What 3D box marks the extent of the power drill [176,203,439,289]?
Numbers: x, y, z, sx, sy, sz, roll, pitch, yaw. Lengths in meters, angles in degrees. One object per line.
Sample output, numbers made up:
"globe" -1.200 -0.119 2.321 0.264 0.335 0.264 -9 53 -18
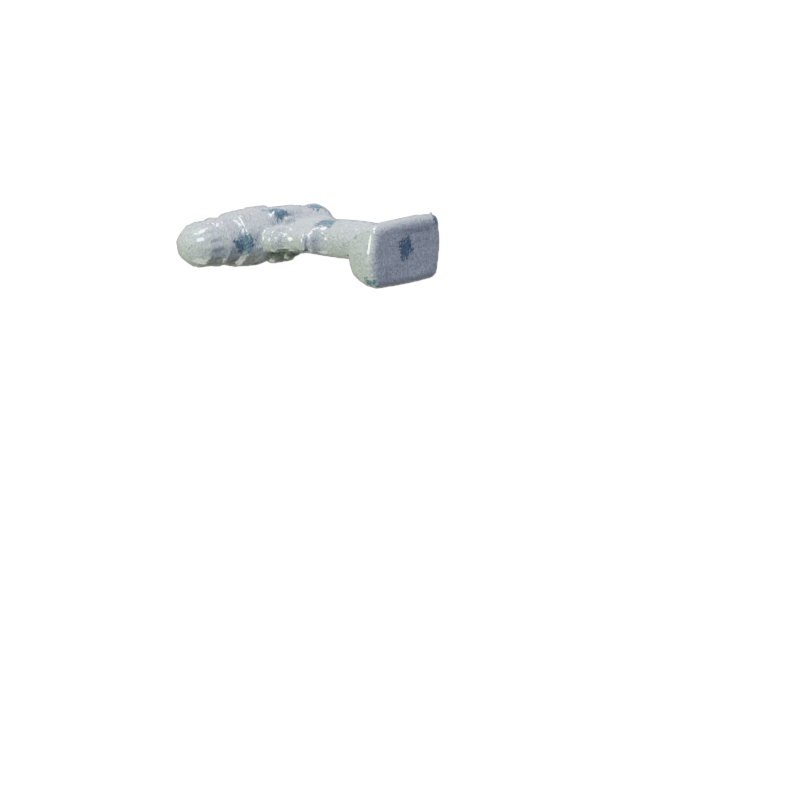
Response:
"power drill" -0.076 -0.138 0.968 0.197 0.055 0.181 14 22 37
